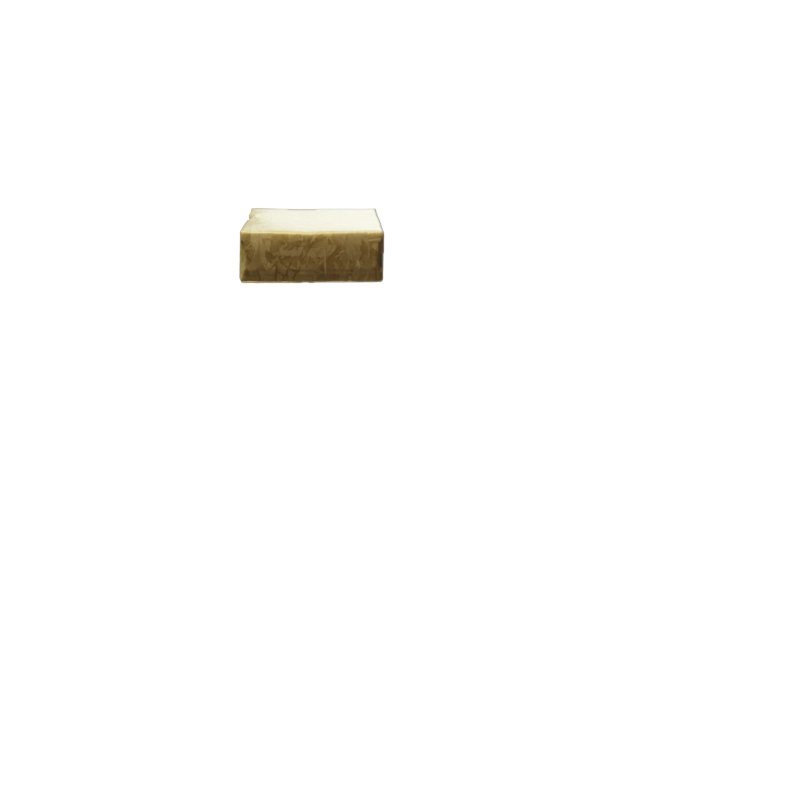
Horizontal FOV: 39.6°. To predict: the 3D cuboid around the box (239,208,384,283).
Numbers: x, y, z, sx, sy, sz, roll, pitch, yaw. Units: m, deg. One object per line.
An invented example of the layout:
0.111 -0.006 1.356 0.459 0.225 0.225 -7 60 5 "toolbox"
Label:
-0.047 -0.085 0.598 0.073 0.029 0.092 0 17 -1 "box"
